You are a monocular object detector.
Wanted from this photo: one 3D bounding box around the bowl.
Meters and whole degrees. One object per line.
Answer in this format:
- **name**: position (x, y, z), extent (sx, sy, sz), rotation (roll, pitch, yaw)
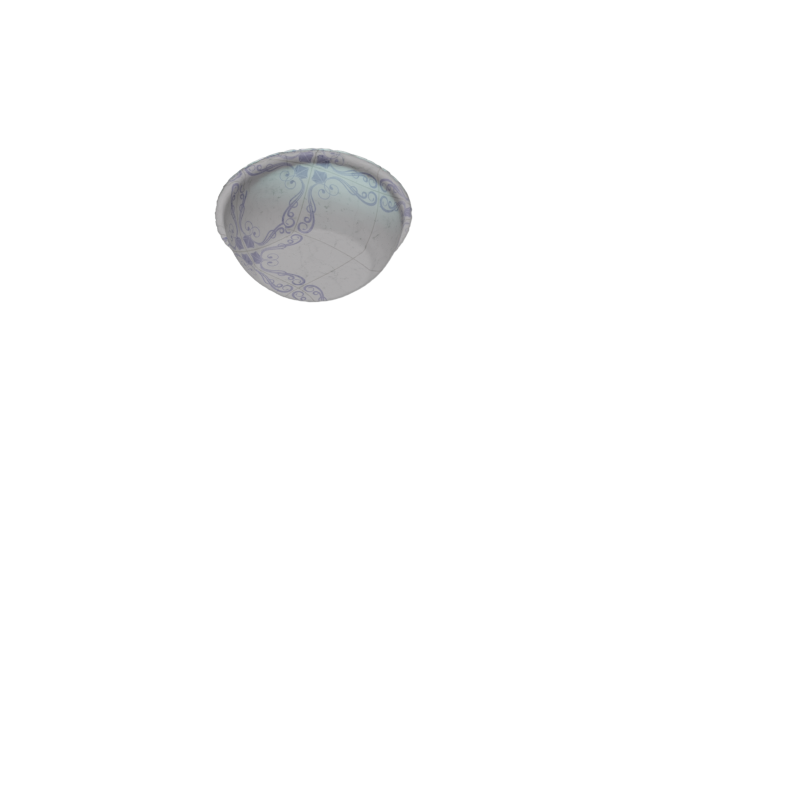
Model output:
- **bowl**: position (-0.070, -0.127, 0.891), extent (0.162, 0.059, 0.151), rotation (1, -35, -2)
